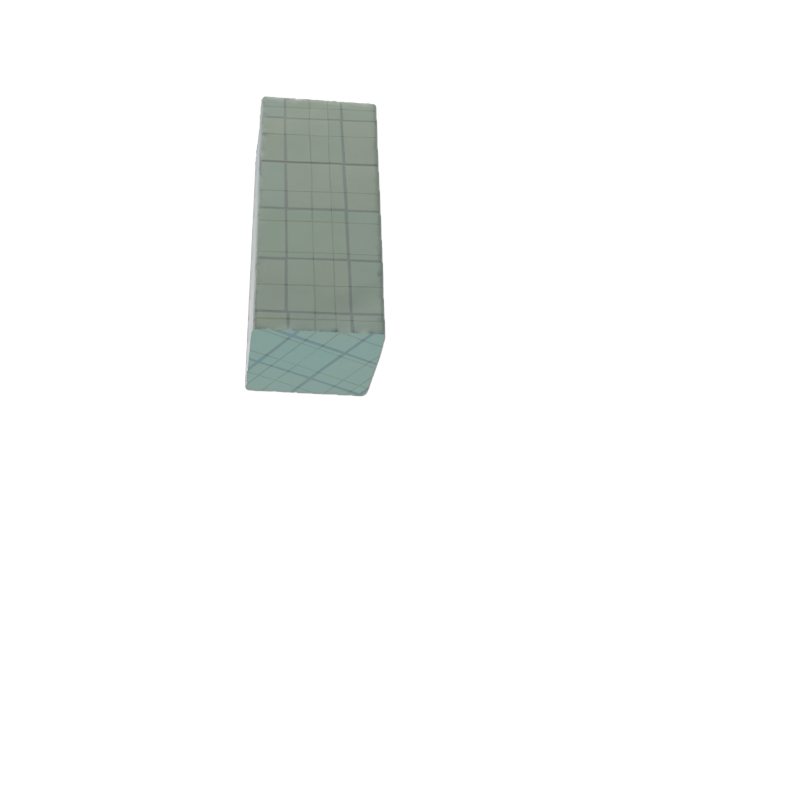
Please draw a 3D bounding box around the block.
[{"bbox_3d":[-0.064,-0.117,0.821,0.090,0.220,0.085,3,-33,-8],"label":"block"}]
